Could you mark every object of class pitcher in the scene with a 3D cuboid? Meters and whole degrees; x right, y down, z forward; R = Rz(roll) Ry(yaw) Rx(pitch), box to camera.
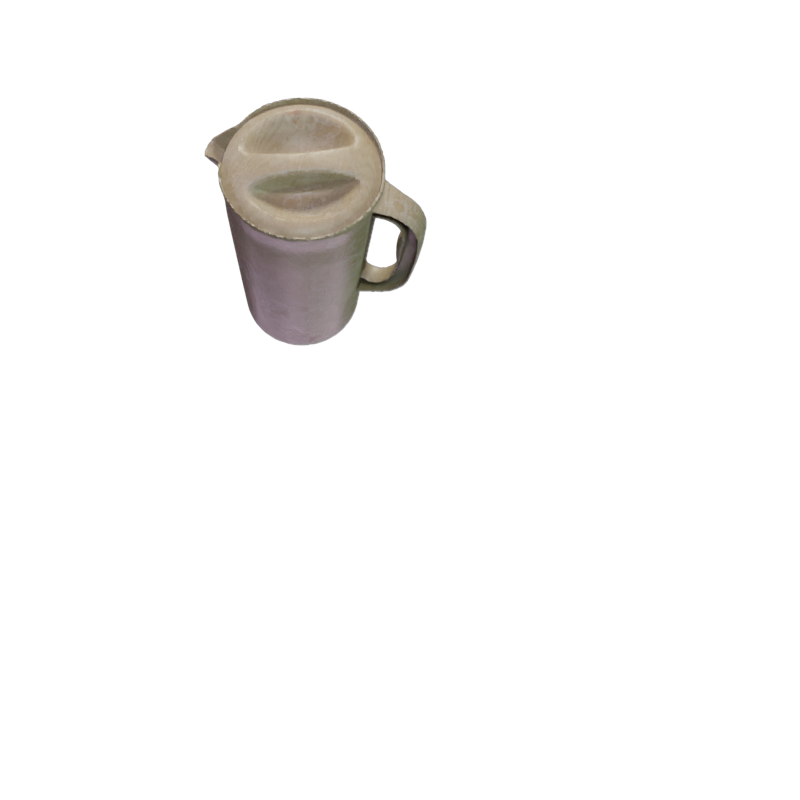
[{"bbox_3d":[-0.076,-0.138,0.969,0.144,0.158,0.230,-23,-21,-13],"label":"pitcher"}]
